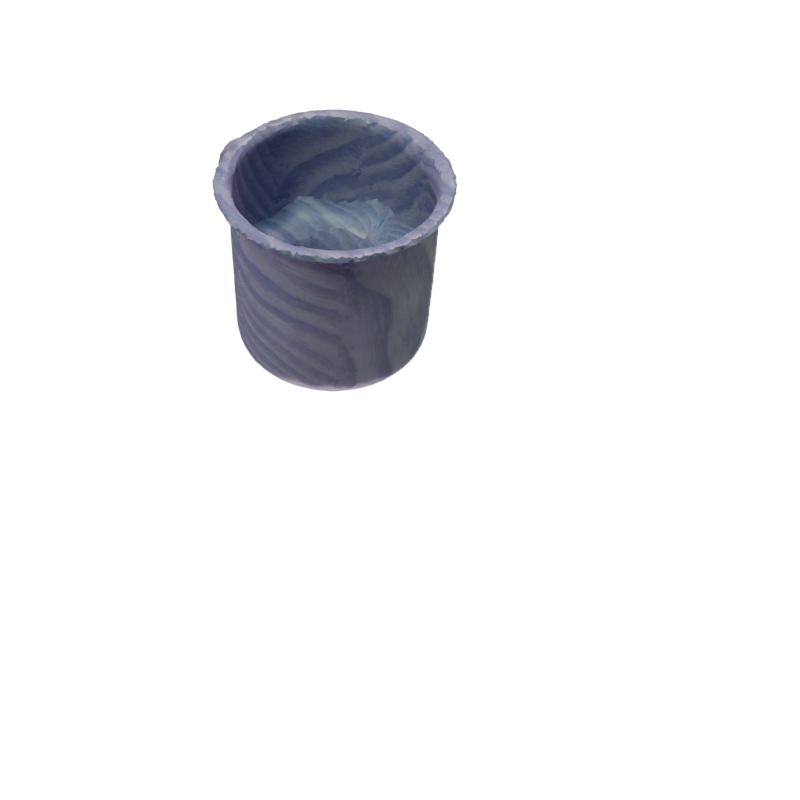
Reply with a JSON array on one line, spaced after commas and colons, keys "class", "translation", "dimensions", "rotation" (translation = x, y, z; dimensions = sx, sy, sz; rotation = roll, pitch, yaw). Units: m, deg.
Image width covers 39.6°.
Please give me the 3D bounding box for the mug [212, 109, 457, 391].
[{"class": "mug", "translation": [-0.036, -0.065, 0.456], "dimensions": [0.094, 0.076, 0.125], "rotation": [-34, 55, -30]}]
